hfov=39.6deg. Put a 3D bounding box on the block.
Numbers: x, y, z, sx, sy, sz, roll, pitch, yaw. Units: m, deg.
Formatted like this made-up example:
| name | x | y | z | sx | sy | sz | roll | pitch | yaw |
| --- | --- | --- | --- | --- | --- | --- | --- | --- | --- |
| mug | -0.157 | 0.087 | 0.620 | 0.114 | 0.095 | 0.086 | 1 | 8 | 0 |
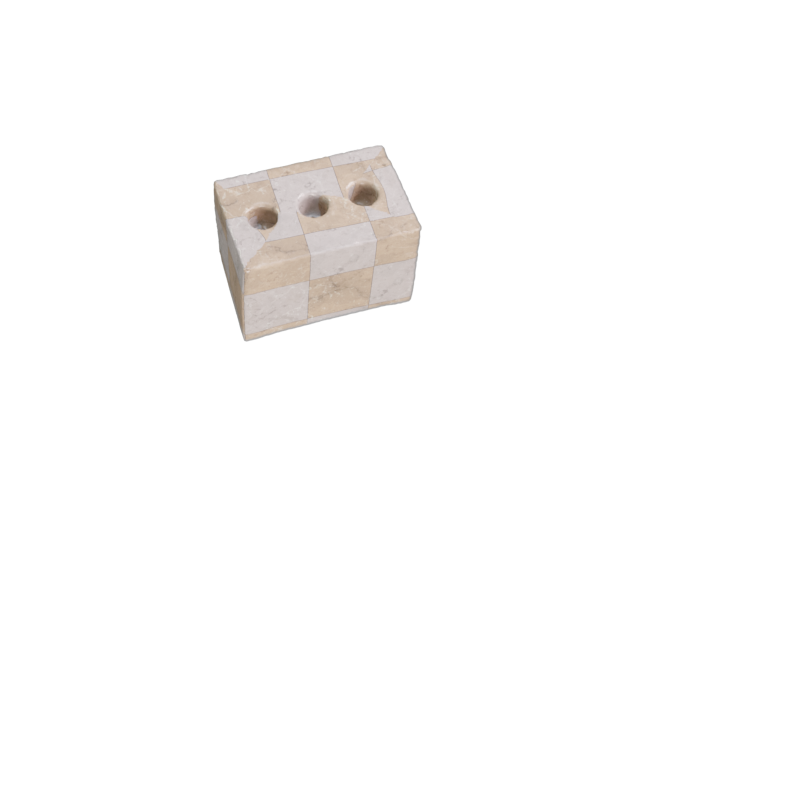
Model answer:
| name | x | y | z | sx | sy | sz | roll | pitch | yaw |
| --- | --- | --- | --- | --- | --- | --- | --- | --- | --- |
| block | -0.037 | -0.068 | 0.479 | 0.077 | 0.057 | 0.048 | -15 | -32 | -11 |
